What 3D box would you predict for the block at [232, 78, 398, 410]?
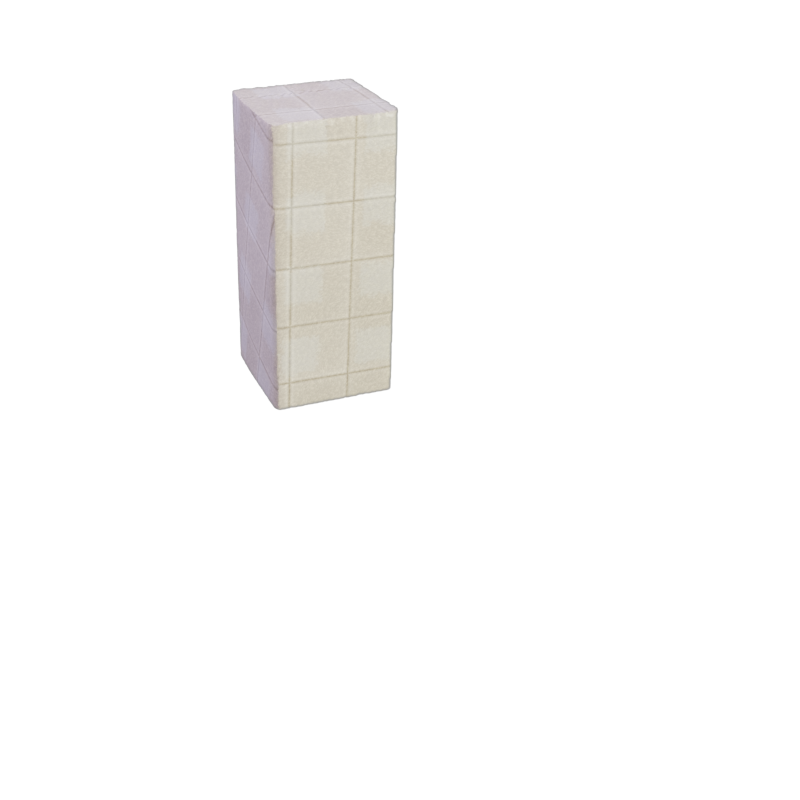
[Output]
[{"bbox_3d":[-0.061,-0.110,0.773,0.089,0.196,0.097,-8,27,-20],"label":"block"}]
